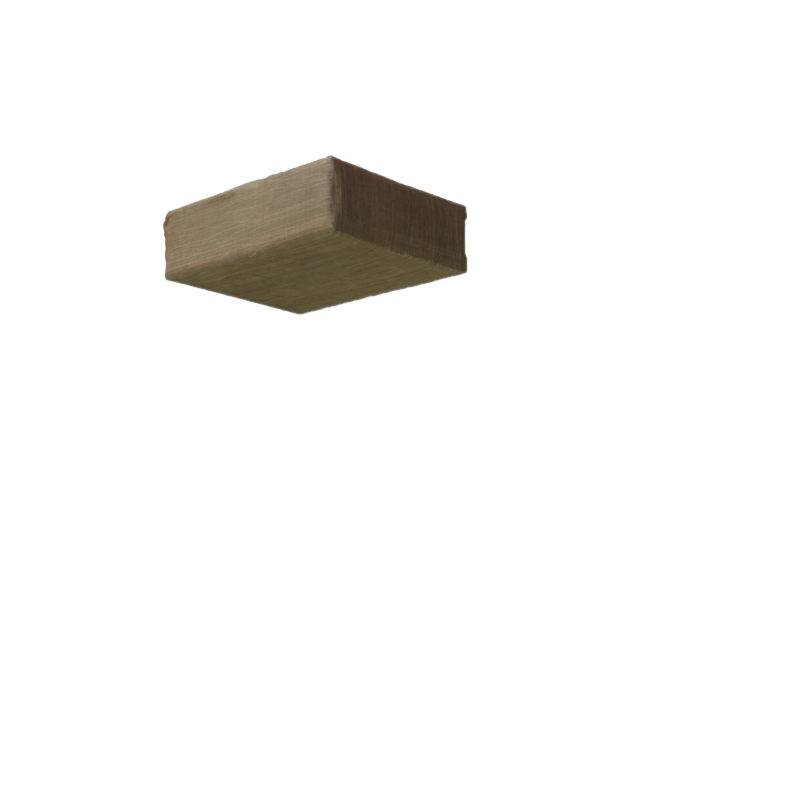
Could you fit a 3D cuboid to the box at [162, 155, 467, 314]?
[{"bbox_3d":[-0.032,-0.058,0.408,0.091,0.031,0.069,-9,-14,41],"label":"box"}]
